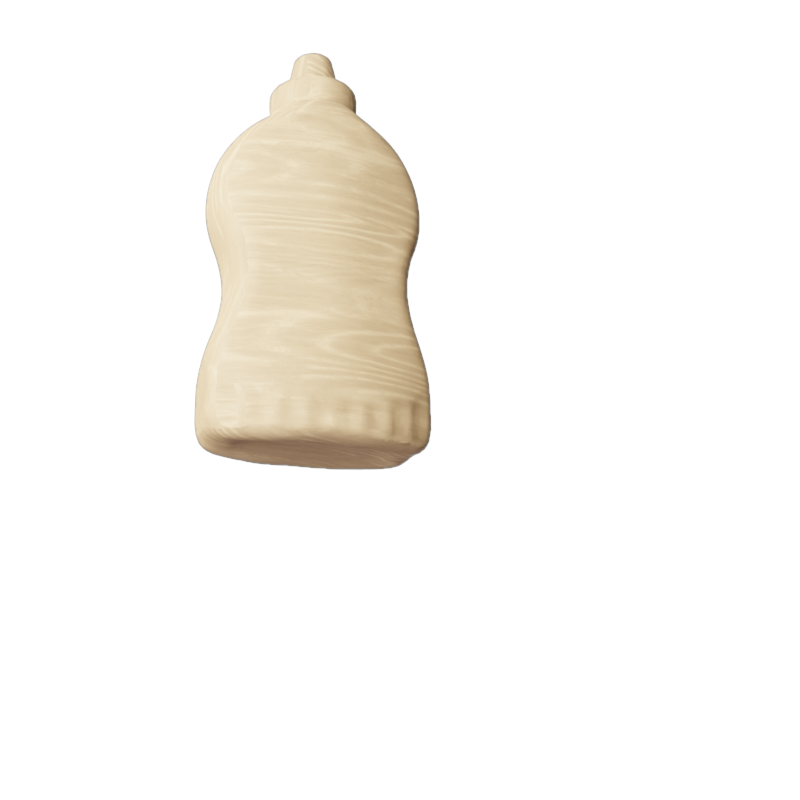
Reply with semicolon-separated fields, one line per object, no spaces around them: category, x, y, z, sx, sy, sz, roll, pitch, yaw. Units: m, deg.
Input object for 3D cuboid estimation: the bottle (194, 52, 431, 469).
bottle;-0.039;-0.070;0.491;0.094;0.202;0.057;5;-24;-16
